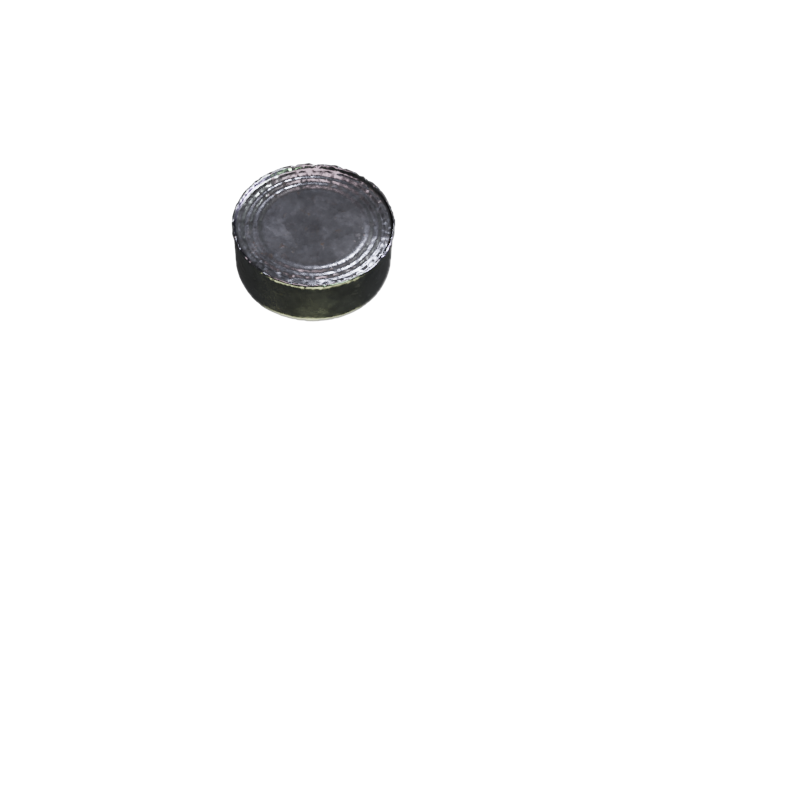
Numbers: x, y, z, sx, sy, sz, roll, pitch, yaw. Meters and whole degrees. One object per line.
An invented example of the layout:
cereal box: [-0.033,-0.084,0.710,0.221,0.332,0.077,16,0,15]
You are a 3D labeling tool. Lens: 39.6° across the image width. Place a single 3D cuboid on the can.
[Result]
can: [-0.046,-0.085,0.594,0.086,0.092,0.031,-1,-37,-1]
